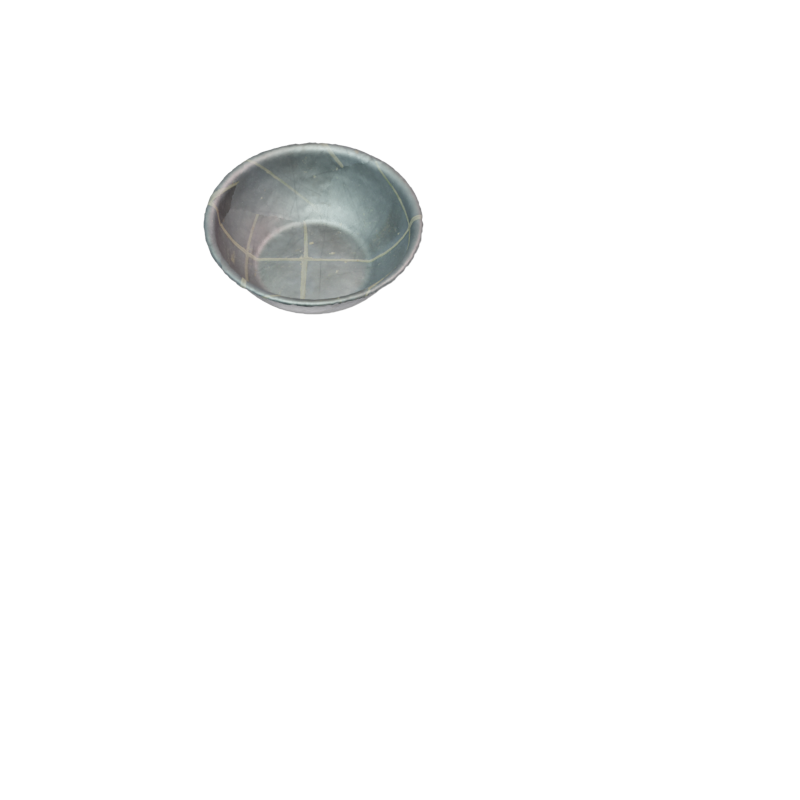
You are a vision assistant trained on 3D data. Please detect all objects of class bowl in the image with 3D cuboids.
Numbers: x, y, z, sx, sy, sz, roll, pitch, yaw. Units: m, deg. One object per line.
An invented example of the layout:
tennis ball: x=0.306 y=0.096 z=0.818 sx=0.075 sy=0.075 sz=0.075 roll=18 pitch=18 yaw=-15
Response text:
bowl: x=-0.065 y=-0.119 z=0.835 sx=0.162 sy=0.174 sz=0.051 roll=-1 pitch=-38 yaw=-1
